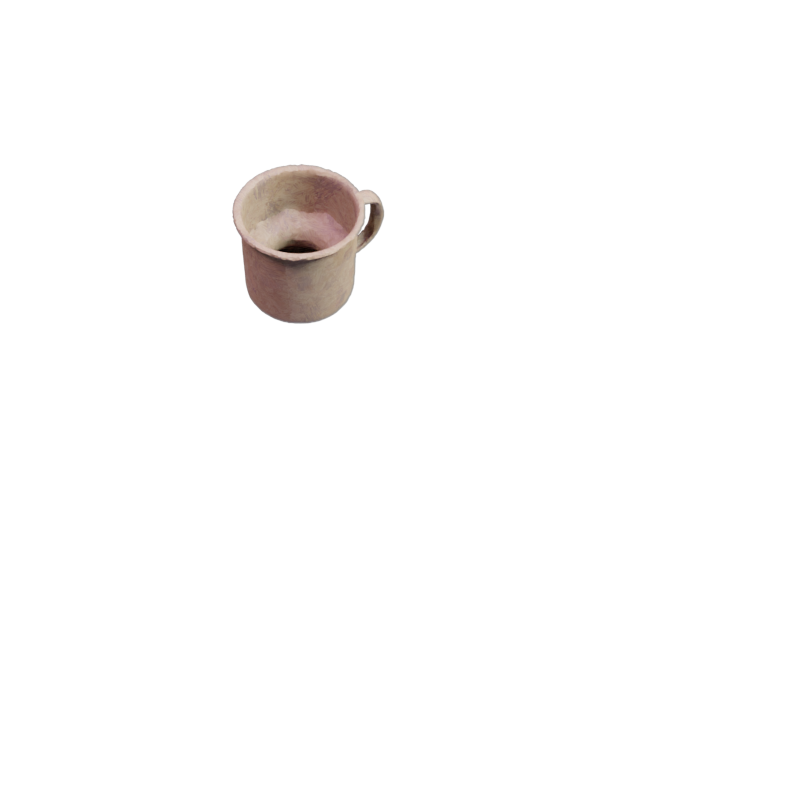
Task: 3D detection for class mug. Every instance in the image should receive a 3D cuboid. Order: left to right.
[{"bbox_3d":[-0.063,-0.115,0.806,0.117,0.100,0.076,-29,-33,-22],"label":"mug"}]
